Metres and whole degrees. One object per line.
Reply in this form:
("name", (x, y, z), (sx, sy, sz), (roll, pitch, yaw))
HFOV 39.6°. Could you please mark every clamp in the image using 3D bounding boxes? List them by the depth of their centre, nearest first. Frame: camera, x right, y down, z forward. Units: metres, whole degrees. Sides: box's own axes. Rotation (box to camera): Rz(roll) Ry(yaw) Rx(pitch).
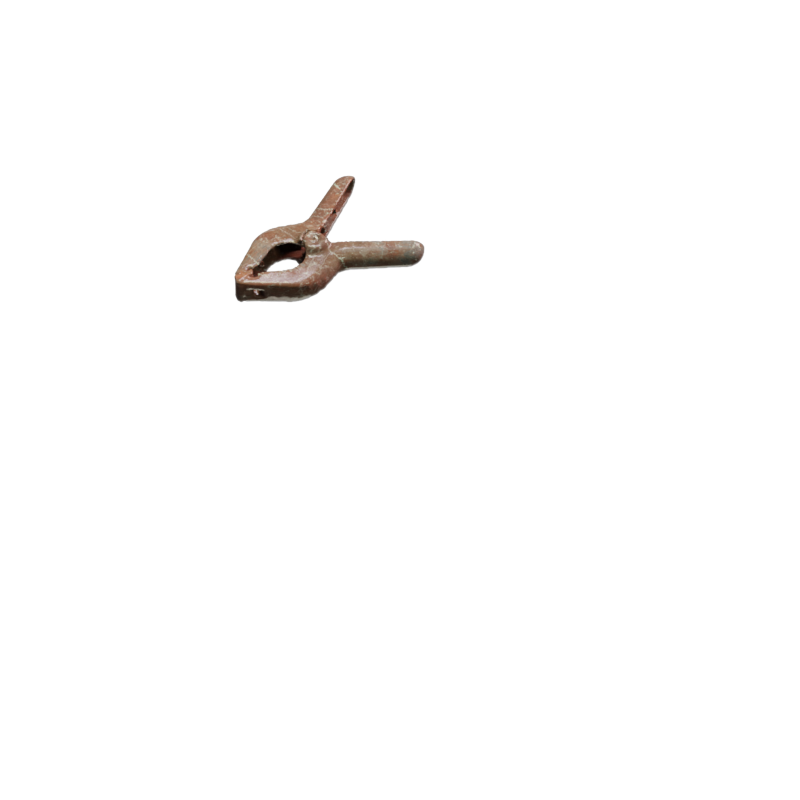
("clamp", (-0.078, -0.143, 0.999), (0.170, 0.036, 0.130), (-20, 48, -19))
